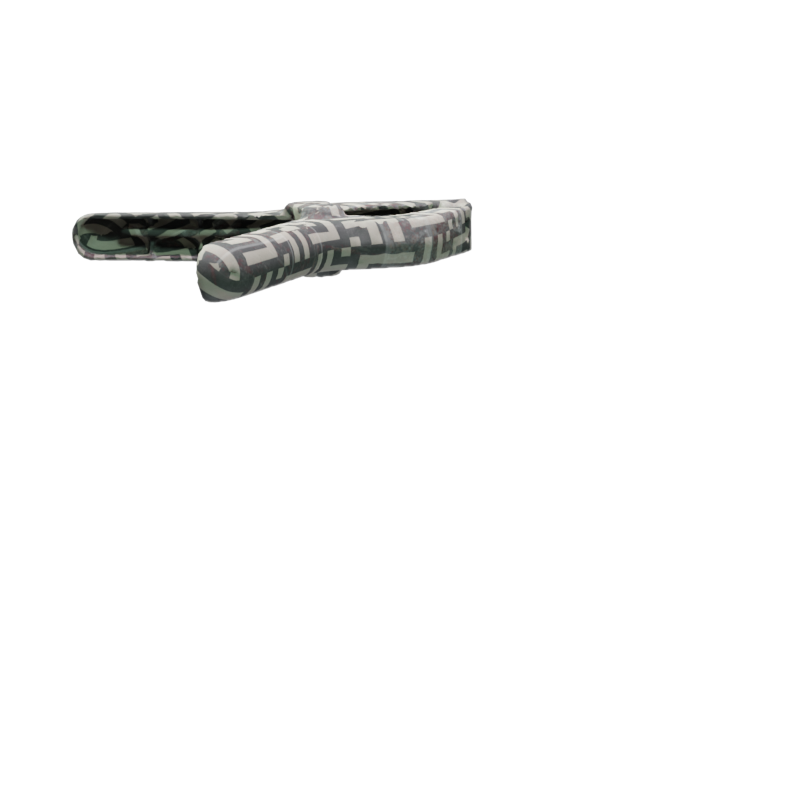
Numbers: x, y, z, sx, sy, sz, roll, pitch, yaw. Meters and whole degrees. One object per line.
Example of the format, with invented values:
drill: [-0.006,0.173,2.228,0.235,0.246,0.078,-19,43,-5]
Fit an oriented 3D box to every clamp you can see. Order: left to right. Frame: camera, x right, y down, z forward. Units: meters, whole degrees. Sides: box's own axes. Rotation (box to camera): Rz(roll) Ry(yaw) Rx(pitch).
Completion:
clamp: [-0.044,-0.079,0.557,0.205,0.035,0.173,-8,18,-25]
